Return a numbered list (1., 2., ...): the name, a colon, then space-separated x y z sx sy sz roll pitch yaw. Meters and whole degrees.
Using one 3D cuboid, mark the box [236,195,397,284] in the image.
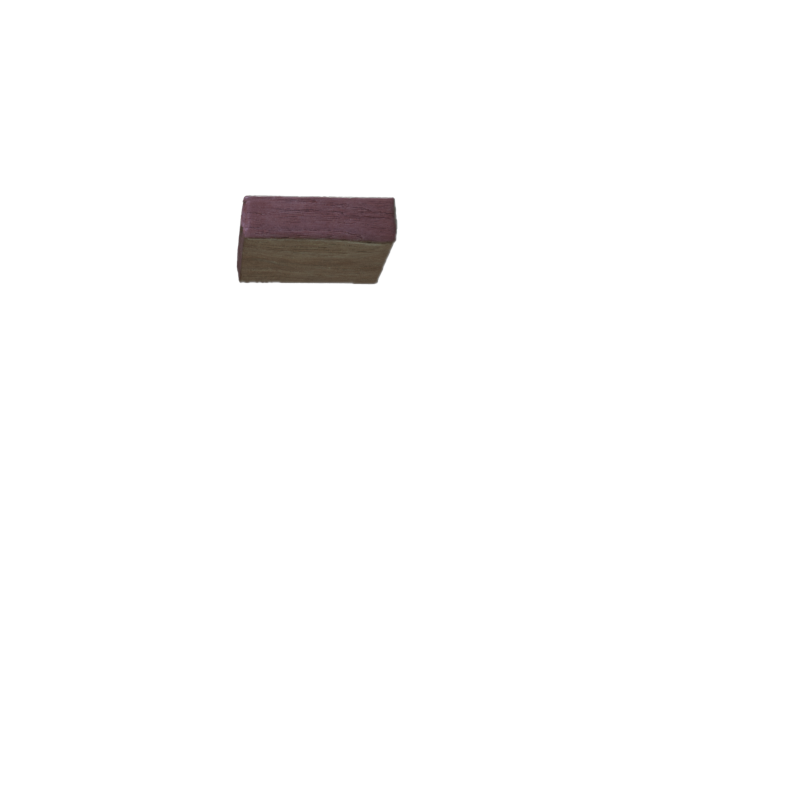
1. box: -0.065 -0.118 0.830 0.112 0.041 0.087 2 -17 -8
